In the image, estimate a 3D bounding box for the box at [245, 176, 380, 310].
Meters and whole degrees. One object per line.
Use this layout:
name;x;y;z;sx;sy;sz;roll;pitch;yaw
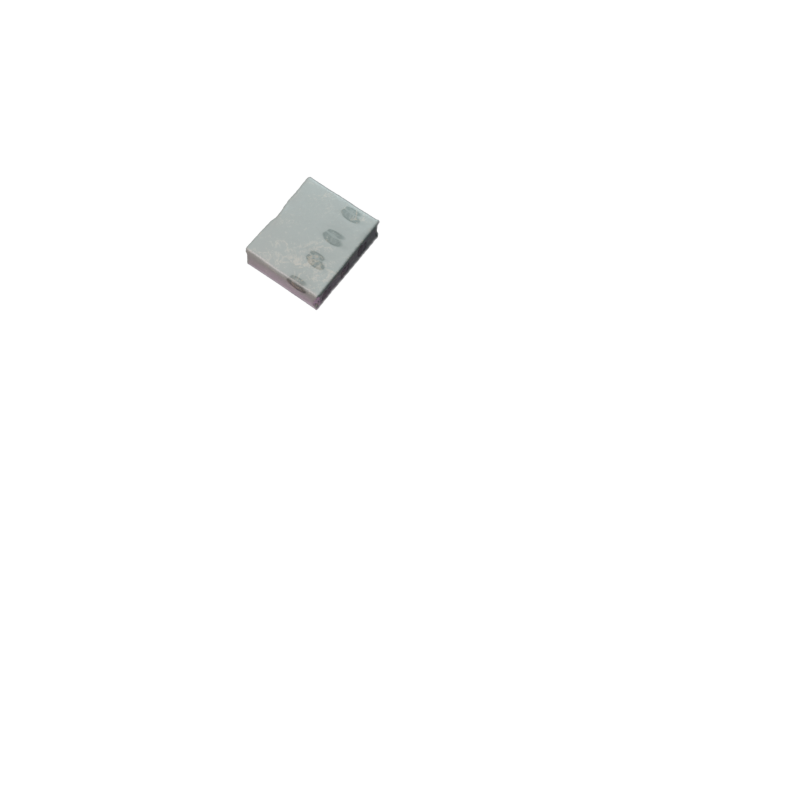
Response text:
box;-0.071;-0.130;0.907;0.076;0.091;0.028;33;-22;14
